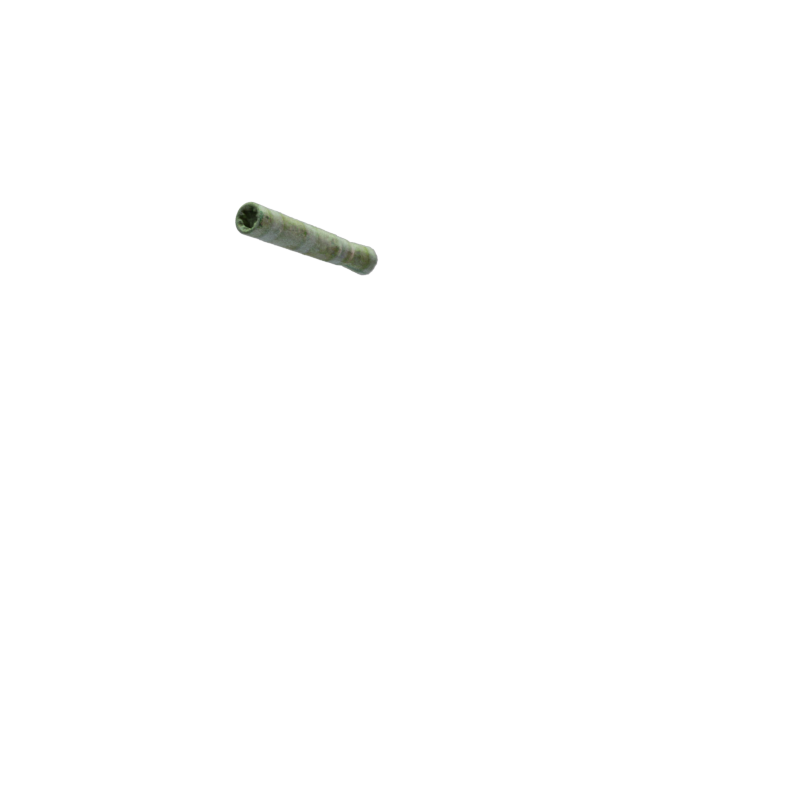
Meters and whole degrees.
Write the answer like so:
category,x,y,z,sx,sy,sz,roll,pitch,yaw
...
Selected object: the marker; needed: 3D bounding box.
category,x,y,z,sx,sy,sz,roll,pitch,yaw
marker,-0.051,-0.094,0.655,0.020,0.020,0.114,3,-5,36
